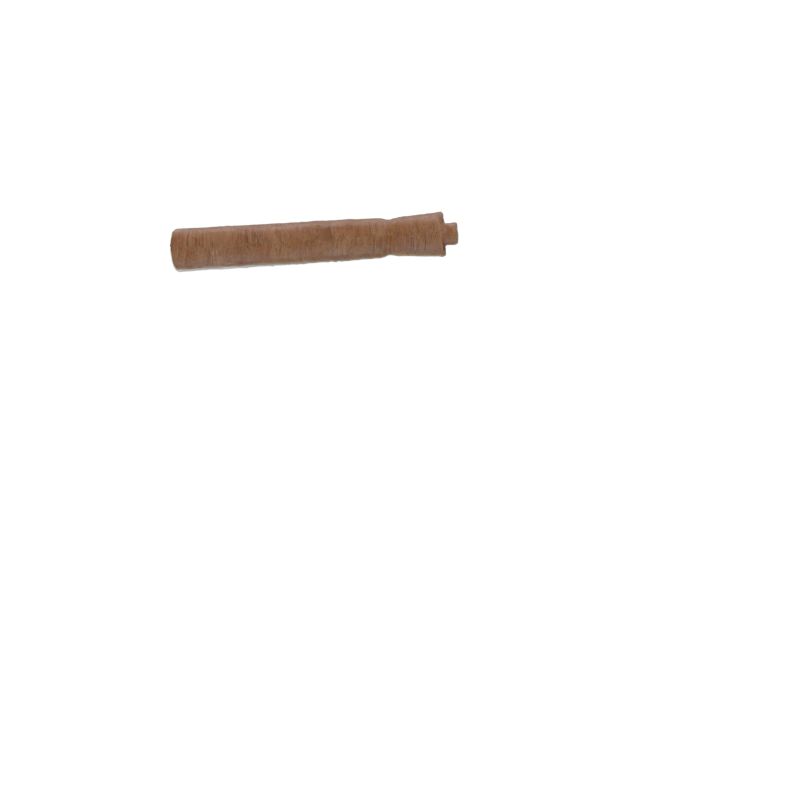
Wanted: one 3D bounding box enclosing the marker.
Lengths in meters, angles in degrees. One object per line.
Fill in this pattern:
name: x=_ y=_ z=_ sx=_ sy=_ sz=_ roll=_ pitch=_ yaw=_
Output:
marker: x=-0.037 y=-0.067 z=0.467 sx=0.122 sy=0.020 sz=0.020 roll=-2 pitch=4 yaw=11
